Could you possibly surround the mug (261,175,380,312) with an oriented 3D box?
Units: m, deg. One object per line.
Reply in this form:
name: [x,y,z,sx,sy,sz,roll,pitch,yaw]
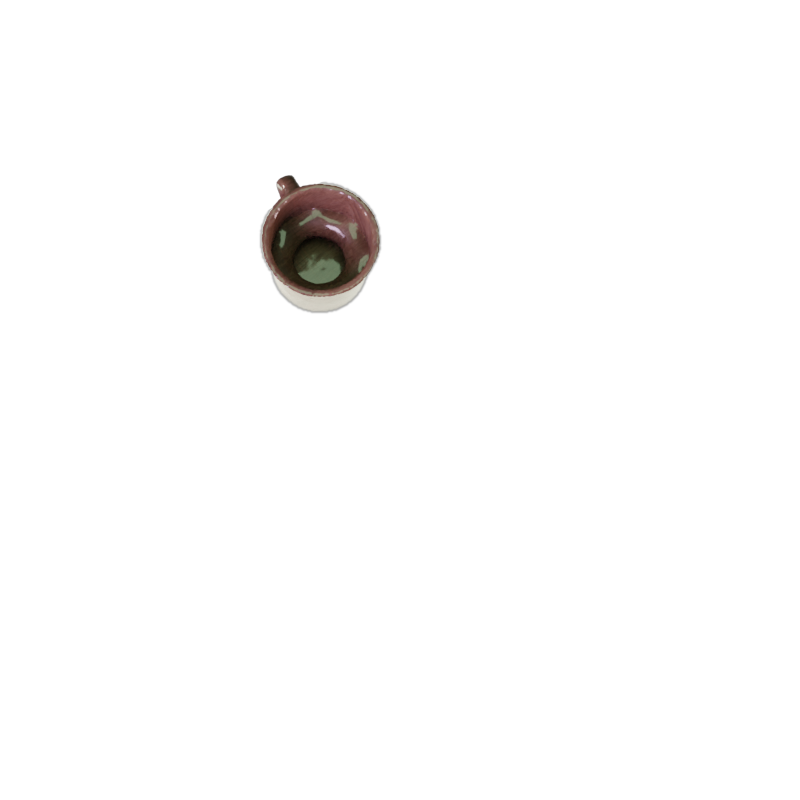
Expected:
mug: [-0.071,-0.129,0.904,0.093,0.122,0.079,-29,-12,-9]
